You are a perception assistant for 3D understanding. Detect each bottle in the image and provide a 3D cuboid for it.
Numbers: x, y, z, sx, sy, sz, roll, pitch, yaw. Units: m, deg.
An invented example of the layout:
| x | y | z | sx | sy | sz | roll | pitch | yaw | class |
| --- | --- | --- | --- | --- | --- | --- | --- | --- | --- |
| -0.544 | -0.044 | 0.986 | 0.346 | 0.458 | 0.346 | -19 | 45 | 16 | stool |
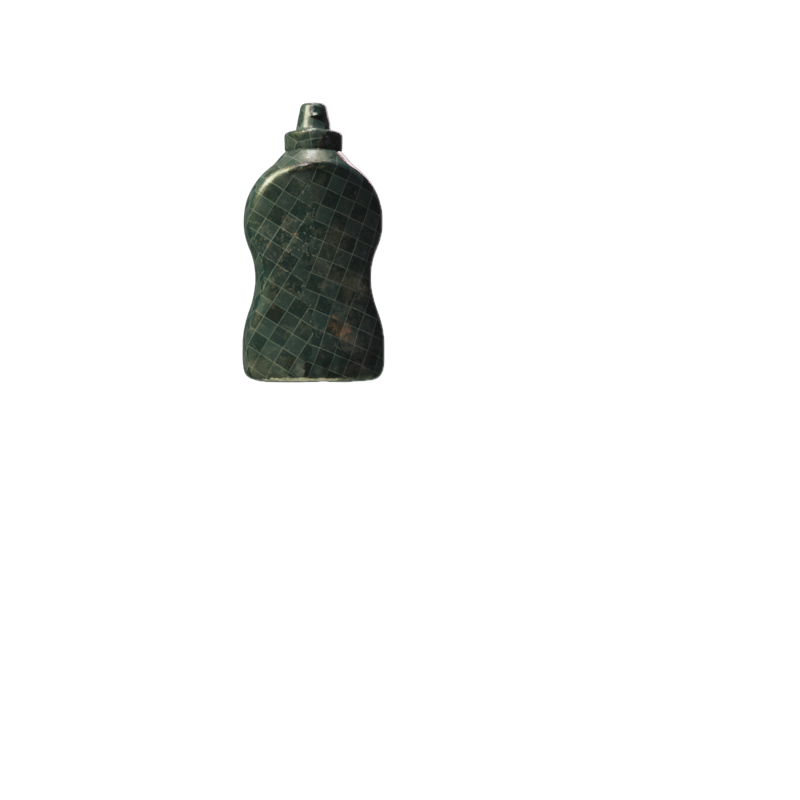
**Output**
| x | y | z | sx | sy | sz | roll | pitch | yaw | class |
| --- | --- | --- | --- | --- | --- | --- | --- | --- | --- |
| -0.060 | -0.110 | 0.767 | 0.095 | 0.194 | 0.059 | 0 | -4 | -11 | bottle |
